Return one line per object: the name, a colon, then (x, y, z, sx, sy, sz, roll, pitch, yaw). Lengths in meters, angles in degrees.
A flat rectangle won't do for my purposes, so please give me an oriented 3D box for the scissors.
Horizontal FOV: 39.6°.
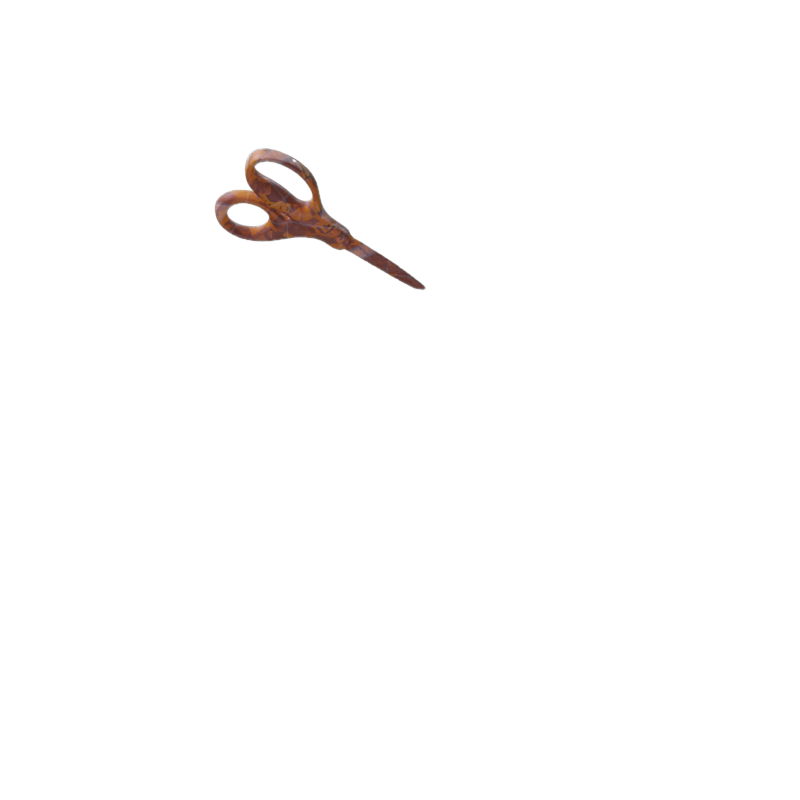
scissors: (-0.071, -0.130, 0.910, 0.096, 0.017, 0.187, -25, -48, 24)
